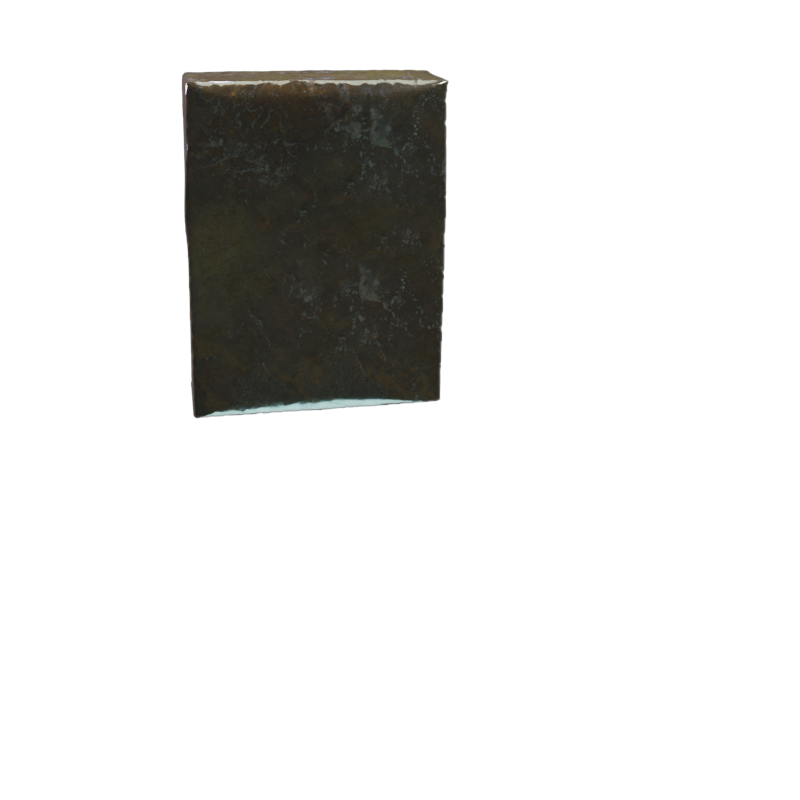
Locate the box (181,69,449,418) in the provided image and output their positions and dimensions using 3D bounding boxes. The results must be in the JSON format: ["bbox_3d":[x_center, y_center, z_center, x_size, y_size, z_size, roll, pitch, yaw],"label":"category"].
[{"bbox_3d":[-0.056,-0.102,0.712,0.162,0.207,0.075,-2,15,-9],"label":"box"}]
